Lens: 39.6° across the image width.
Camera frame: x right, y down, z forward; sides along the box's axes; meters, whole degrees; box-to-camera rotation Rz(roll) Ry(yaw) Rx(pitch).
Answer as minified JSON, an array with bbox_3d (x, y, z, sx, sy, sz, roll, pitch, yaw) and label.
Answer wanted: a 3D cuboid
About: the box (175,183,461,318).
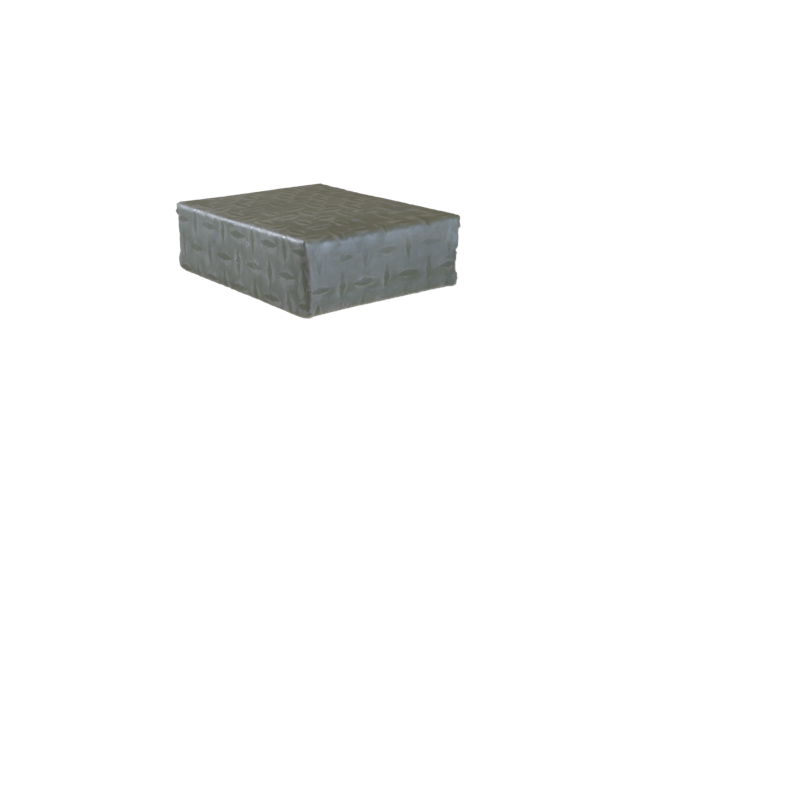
[{"bbox_3d":[-0.042,-0.076,0.531,0.088,0.037,0.121,-16,27,-35],"label":"box"}]
